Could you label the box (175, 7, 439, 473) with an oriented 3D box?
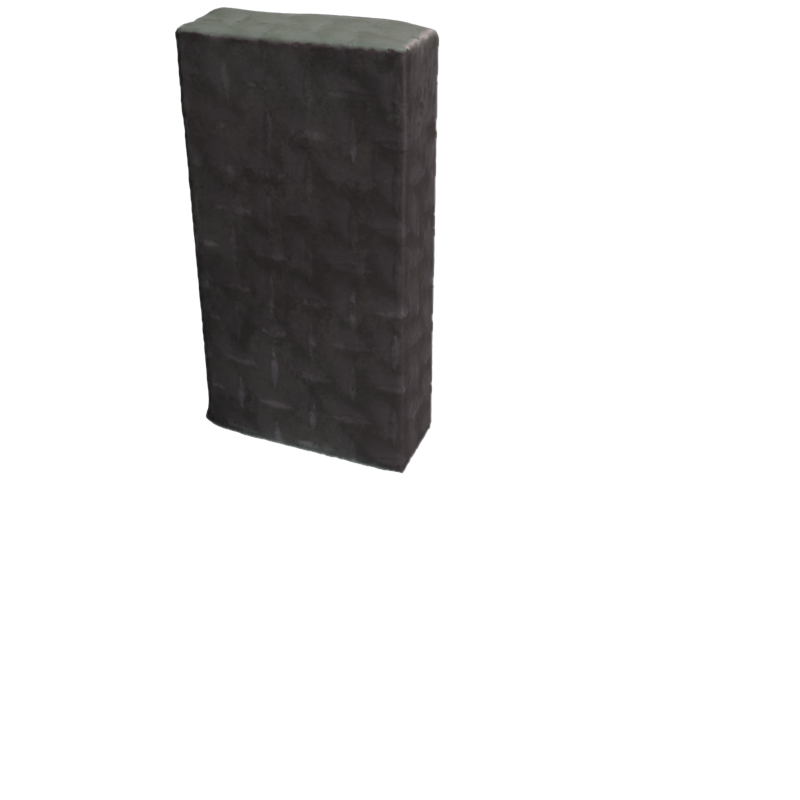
[{"bbox_3d":[-0.034,-0.063,0.441,0.097,0.167,0.049,12,27,20],"label":"box"}]
